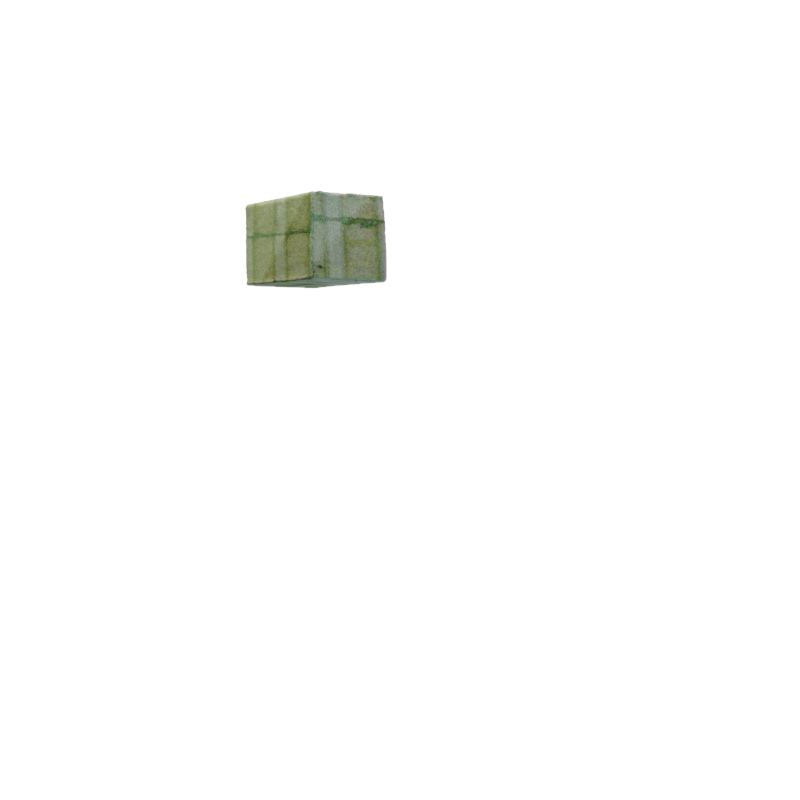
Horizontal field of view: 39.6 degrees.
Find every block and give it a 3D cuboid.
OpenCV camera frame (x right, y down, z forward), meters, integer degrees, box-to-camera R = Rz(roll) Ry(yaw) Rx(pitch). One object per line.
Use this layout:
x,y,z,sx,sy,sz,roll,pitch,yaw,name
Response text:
-0.052,-0.095,0.664,0.051,0.052,0.081,1,0,-37,block
